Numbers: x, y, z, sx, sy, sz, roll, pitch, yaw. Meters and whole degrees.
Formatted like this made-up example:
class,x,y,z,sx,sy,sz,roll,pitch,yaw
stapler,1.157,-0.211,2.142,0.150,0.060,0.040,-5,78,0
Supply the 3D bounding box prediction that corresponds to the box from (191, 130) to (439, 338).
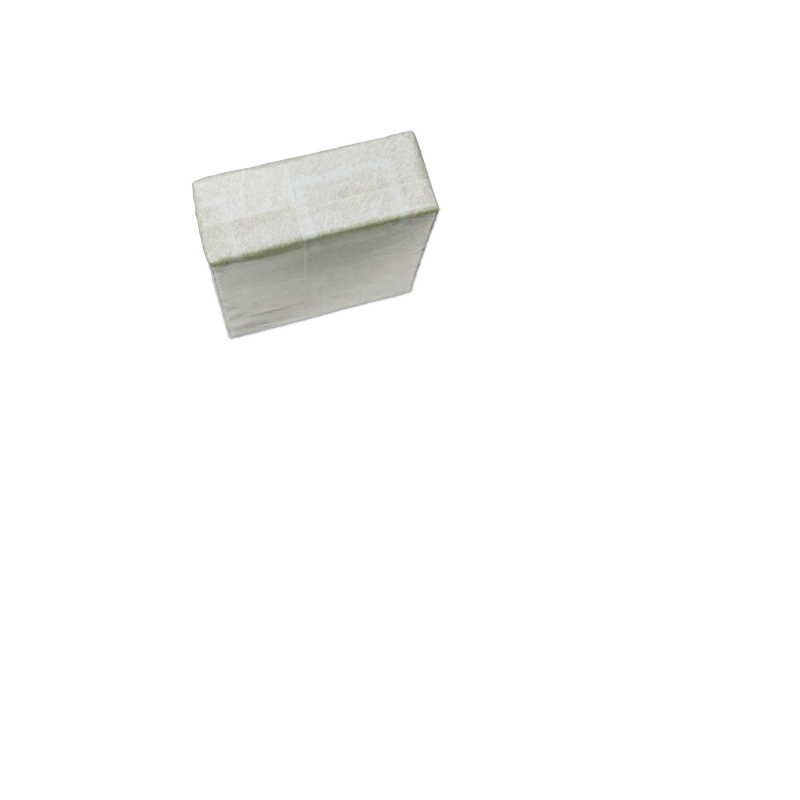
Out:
class,x,y,z,sx,sy,sz,roll,pitch,yaw
box,-0.067,-0.122,0.857,0.163,0.075,0.207,-14,-11,-6
